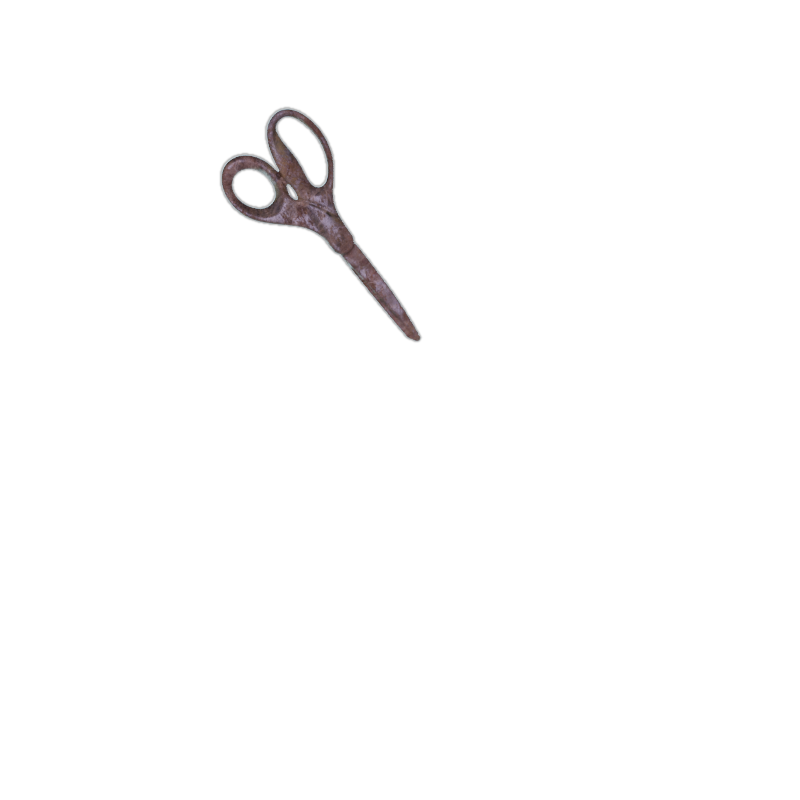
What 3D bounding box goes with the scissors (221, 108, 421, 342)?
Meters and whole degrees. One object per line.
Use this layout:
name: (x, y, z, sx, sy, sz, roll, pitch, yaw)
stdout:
scissors: (-0.066, -0.120, 0.837, 0.096, 0.199, 0.016, -22, 4, 2)
